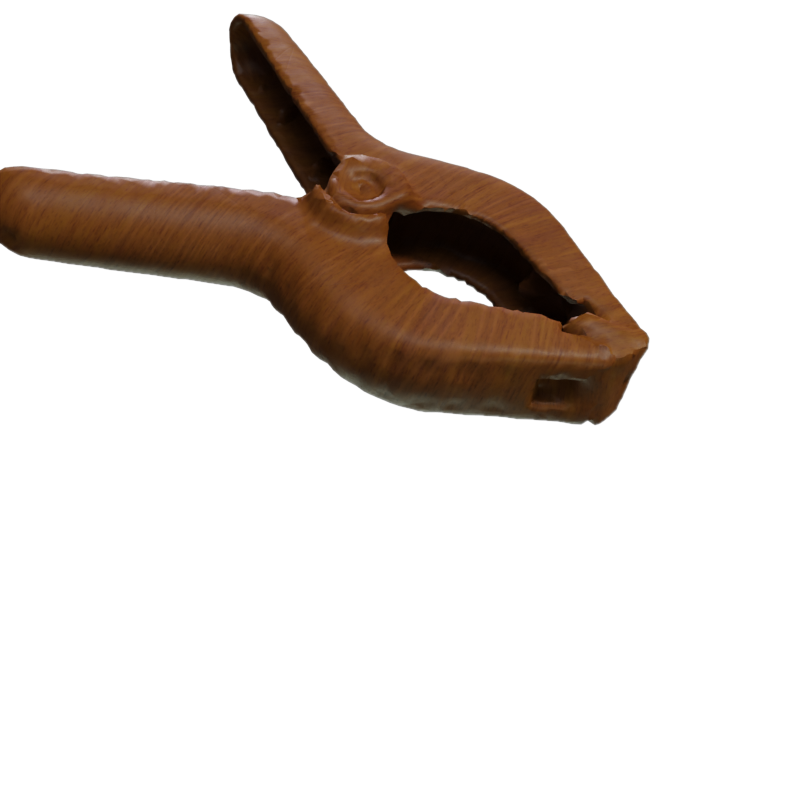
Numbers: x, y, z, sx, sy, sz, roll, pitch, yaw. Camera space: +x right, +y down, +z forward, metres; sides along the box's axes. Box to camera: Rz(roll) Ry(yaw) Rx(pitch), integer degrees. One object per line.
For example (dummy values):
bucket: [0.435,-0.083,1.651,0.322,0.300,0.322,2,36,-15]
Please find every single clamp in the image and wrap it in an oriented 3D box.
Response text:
clamp: [-0.023,-0.042,0.297,0.182,0.036,0.121,36,59,26]
